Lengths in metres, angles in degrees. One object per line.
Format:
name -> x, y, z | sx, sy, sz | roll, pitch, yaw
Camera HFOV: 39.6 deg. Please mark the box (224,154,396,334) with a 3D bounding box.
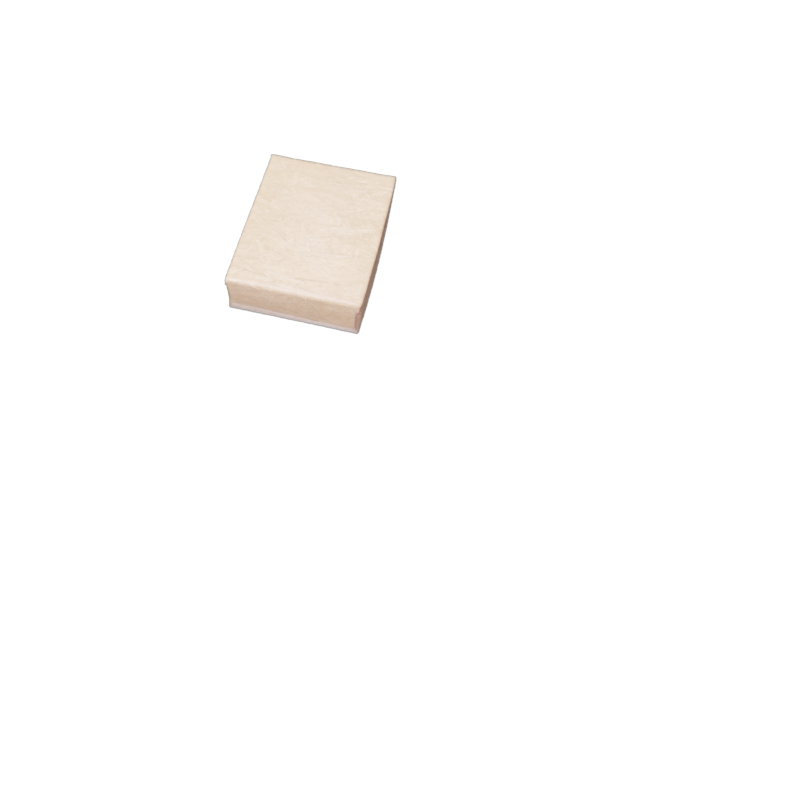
box -> -0.058, -0.105, 0.739 | 0.091, 0.120, 0.036 | 11, -35, 7
